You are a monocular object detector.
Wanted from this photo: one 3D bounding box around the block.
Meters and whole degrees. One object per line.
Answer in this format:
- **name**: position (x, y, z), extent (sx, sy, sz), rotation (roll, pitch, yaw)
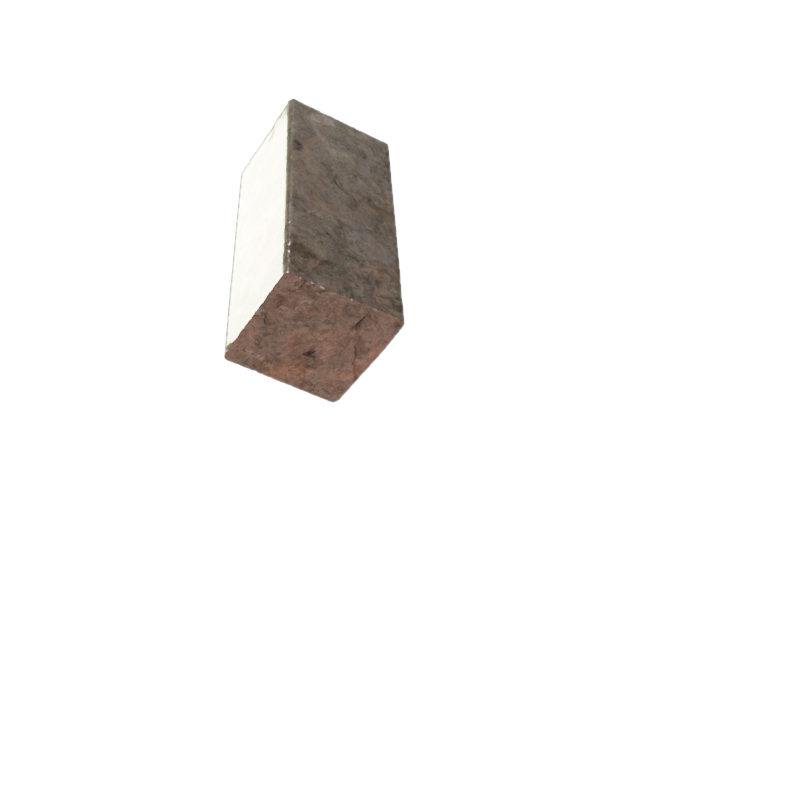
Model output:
- **block**: position (-0.063, -0.114, 0.800), extent (0.087, 0.221, 0.087), rotation (22, -52, -23)
